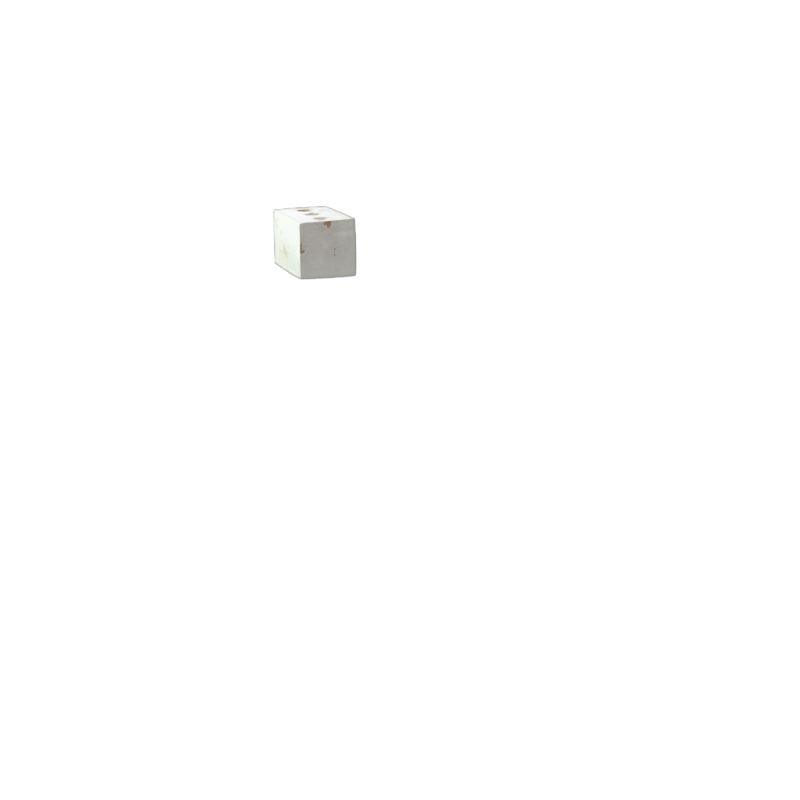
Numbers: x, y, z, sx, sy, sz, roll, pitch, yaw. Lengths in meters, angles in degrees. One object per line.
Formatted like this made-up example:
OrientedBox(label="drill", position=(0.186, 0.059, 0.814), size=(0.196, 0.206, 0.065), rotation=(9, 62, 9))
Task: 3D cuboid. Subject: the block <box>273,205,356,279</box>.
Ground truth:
OrientedBox(label="block", position=(-0.077, -0.140, 0.982), size=(0.051, 0.050, 0.082), rotation=(-6, 17, -22))
